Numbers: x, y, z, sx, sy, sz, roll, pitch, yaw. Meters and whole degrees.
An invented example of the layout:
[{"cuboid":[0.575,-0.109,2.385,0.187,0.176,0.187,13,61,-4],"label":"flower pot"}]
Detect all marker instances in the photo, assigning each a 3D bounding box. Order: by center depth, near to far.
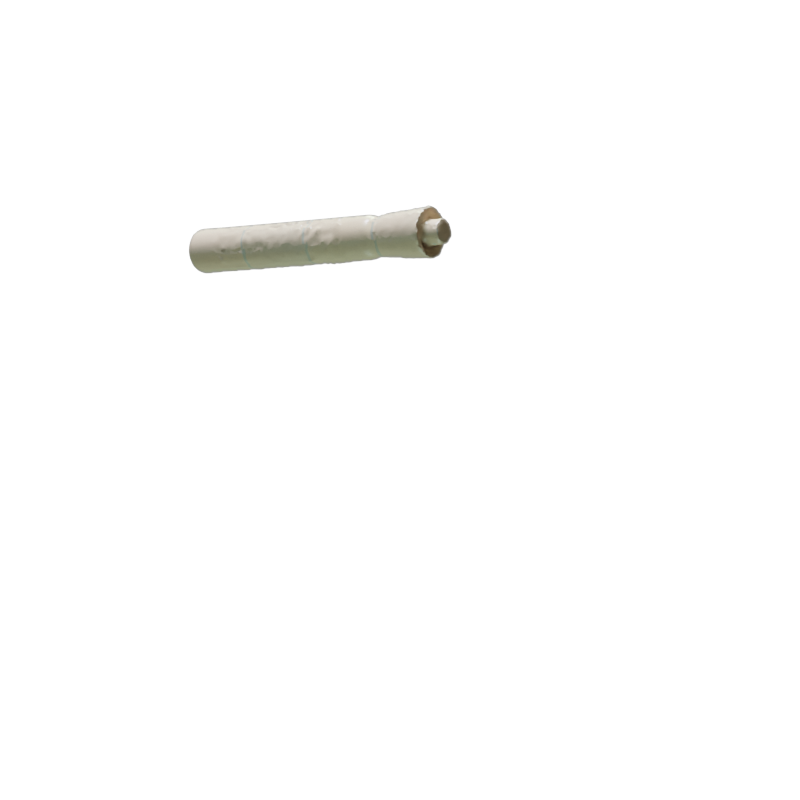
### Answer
[{"cuboid":[-0.033,-0.061,0.428,0.125,0.020,0.019,2,4,38],"label":"marker"}]
